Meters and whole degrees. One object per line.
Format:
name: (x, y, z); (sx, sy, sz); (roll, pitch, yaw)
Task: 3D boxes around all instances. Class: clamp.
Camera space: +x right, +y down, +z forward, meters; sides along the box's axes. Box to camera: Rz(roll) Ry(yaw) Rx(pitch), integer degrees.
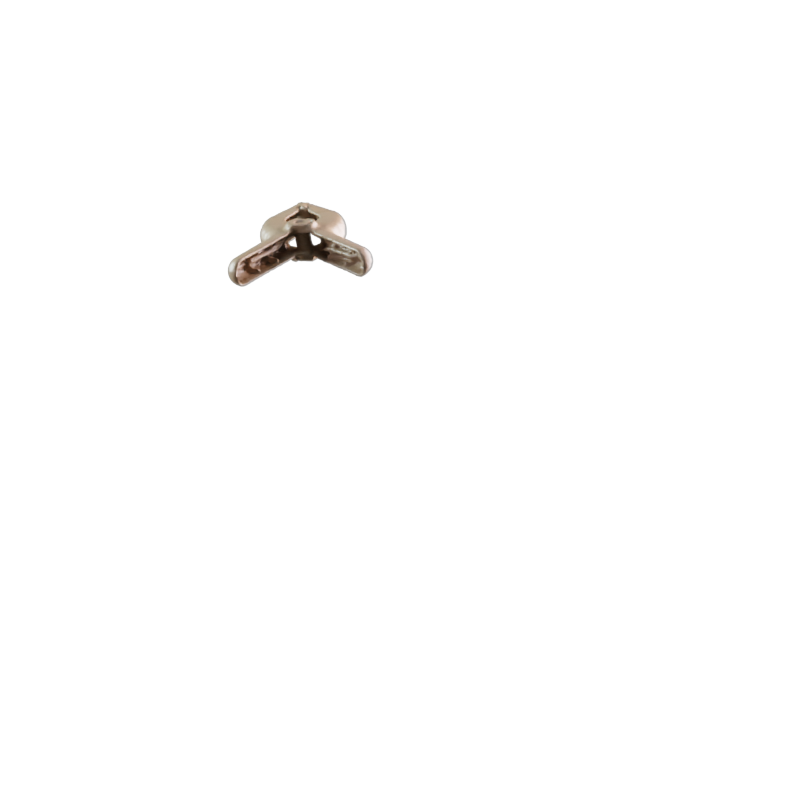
clamp: (-0.077, -0.141, 0.986); (0.121, 0.037, 0.179); (3, 28, 6)
